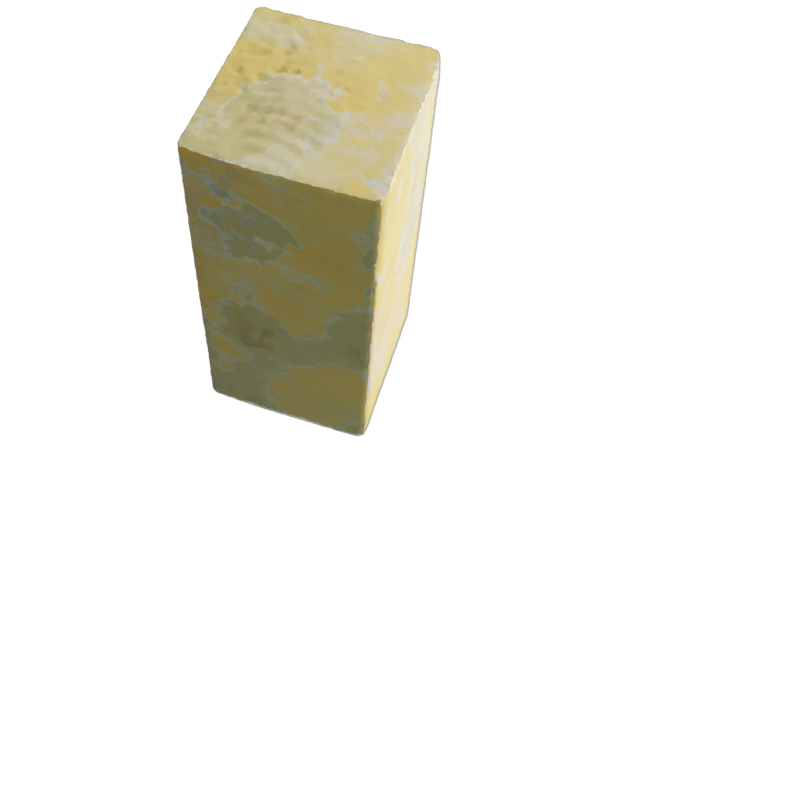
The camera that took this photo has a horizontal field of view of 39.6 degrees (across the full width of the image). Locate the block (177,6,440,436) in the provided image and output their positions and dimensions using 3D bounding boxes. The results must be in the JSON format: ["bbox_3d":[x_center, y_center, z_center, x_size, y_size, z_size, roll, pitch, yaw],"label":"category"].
[{"bbox_3d":[-0.042,-0.077,0.543,0.092,0.095,0.193,17,-31,7],"label":"block"}]
